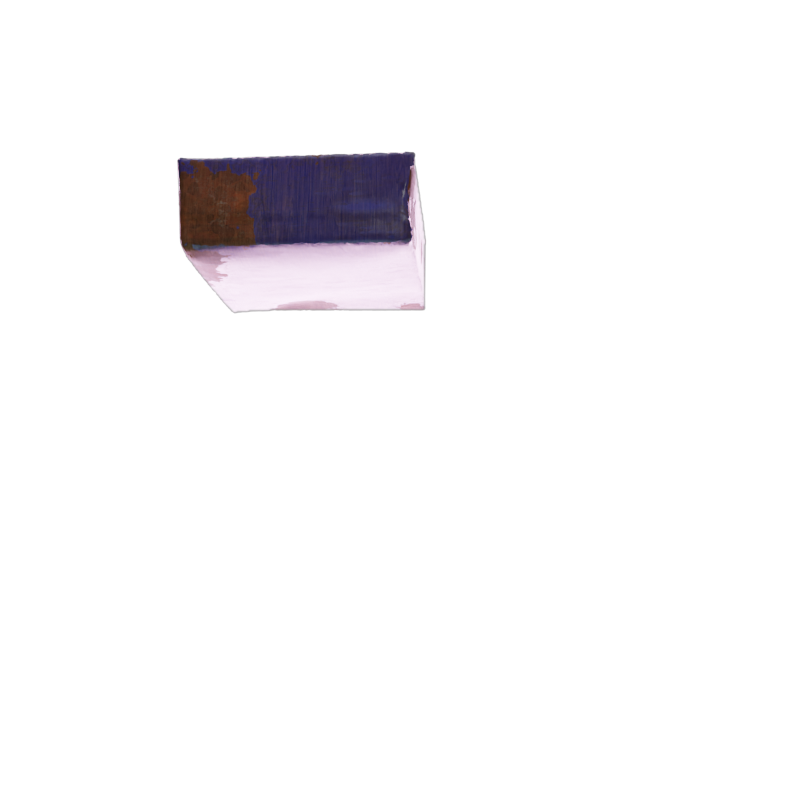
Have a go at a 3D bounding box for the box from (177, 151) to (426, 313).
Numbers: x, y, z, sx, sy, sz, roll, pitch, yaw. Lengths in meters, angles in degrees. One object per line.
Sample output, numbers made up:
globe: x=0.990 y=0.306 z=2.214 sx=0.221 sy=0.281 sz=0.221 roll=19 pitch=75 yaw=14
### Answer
box: x=-0.036 y=-0.065 z=0.454 sx=0.090 sy=0.040 sz=0.109 roll=-1 pitch=-8 yaw=5
